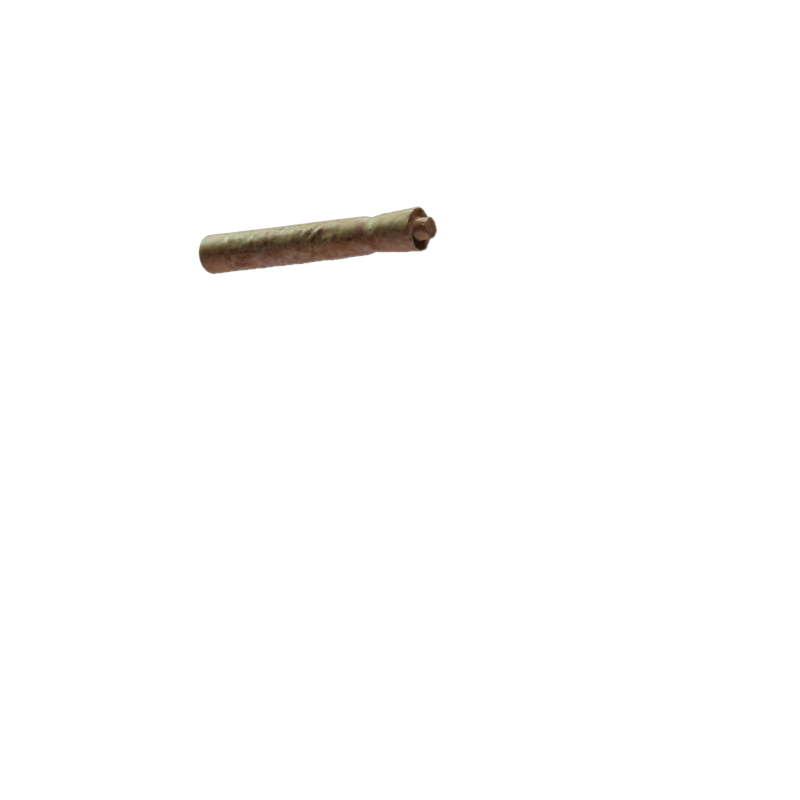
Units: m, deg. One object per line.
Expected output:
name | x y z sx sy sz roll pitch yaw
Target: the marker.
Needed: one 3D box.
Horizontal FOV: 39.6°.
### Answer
marker | -0.038 -0.070 0.492 0.125 0.020 0.019 -1 3 34
